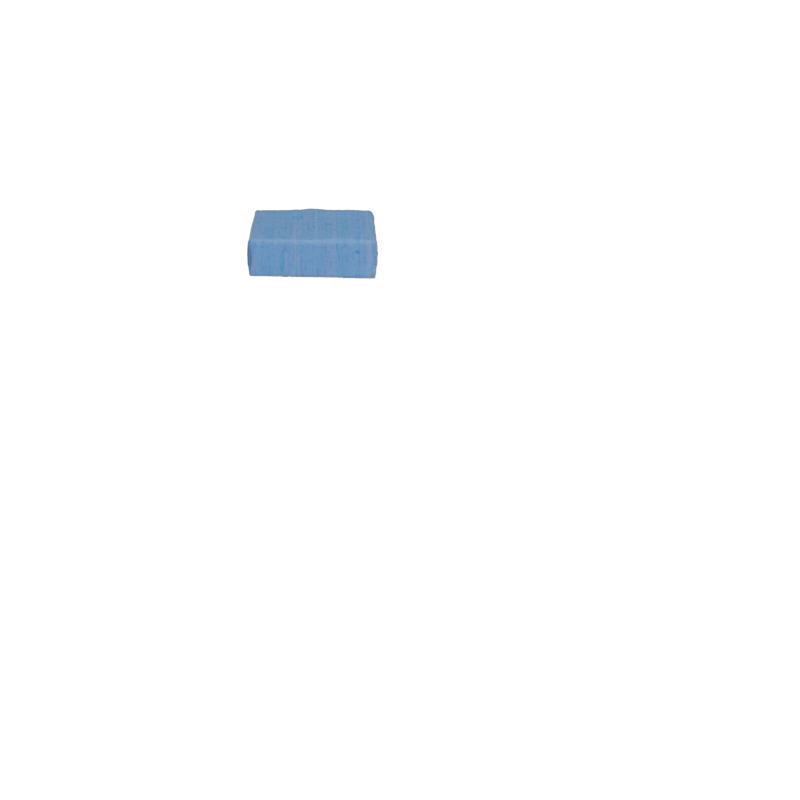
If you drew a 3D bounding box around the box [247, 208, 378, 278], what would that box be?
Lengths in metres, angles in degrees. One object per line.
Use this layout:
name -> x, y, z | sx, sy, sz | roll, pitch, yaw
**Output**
box -> -0.061, -0.112, 0.784 | 0.089, 0.029, 0.077 | 0, 24, -1
